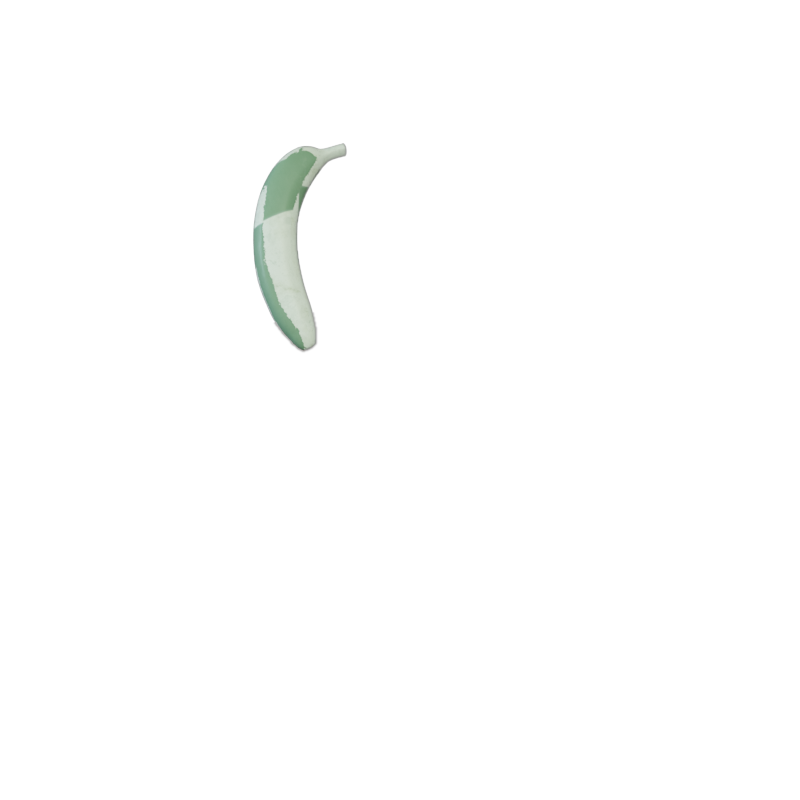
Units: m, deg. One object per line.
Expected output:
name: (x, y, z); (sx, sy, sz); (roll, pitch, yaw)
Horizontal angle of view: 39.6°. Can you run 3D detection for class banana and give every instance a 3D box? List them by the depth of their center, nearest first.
banana: (-0.092, -0.141, 0.944); (0.070, 0.207, 0.035); (7, -22, 2)
